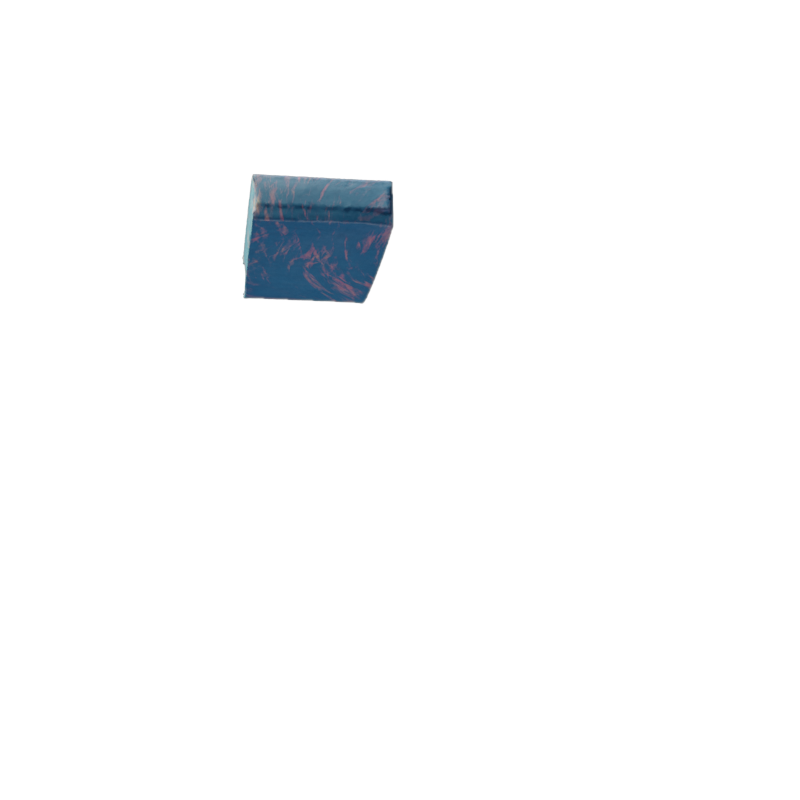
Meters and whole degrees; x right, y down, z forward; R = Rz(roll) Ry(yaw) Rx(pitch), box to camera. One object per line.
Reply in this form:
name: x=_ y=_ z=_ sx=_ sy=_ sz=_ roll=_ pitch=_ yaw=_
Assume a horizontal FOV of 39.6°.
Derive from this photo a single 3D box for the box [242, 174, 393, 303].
box: x=-0.057 y=-0.105 z=0.732 sx=0.089 sy=0.041 sz=0.108 roll=4 pitch=-26 yaw=-8
